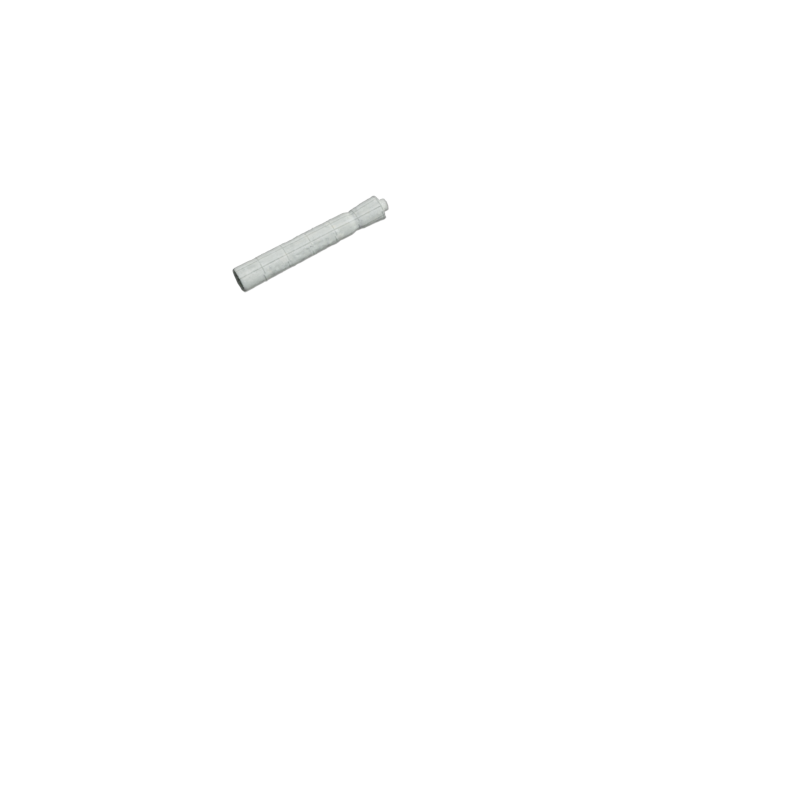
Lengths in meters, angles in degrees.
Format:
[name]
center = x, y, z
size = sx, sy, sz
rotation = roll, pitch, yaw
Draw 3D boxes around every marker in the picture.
[marker]
center = -0.061, -0.112, 0.785
size = 0.121, 0.019, 0.020
rotation = -29, 11, -12
